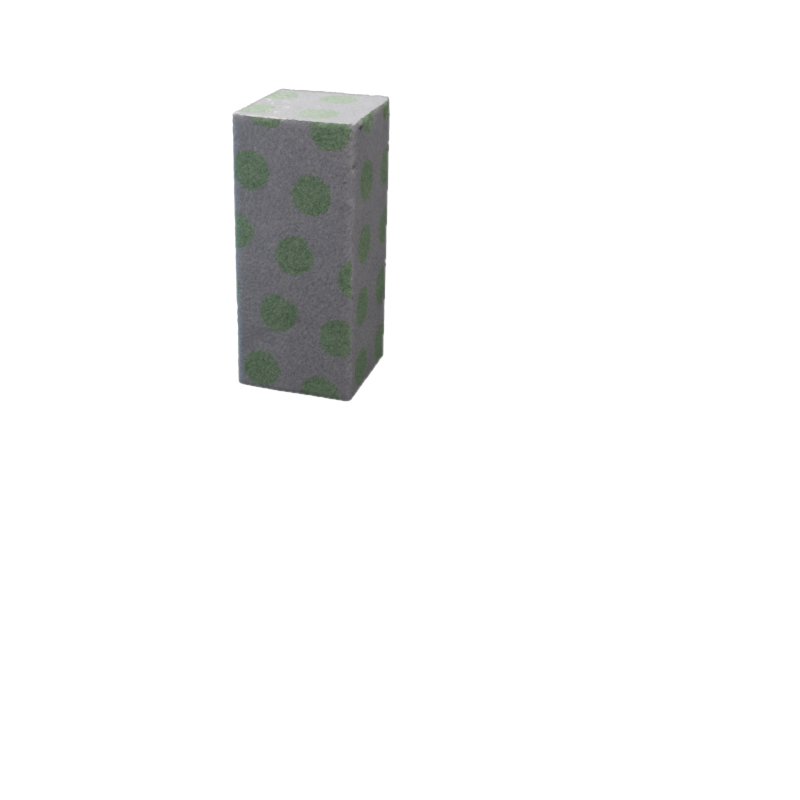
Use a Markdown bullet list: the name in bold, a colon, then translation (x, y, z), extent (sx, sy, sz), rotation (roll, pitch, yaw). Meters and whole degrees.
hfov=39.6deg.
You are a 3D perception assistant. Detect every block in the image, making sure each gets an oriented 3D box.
- **block**: translation (-0.063, -0.116, 0.815), extent (0.093, 0.197, 0.092), rotation (8, 22, 16)
